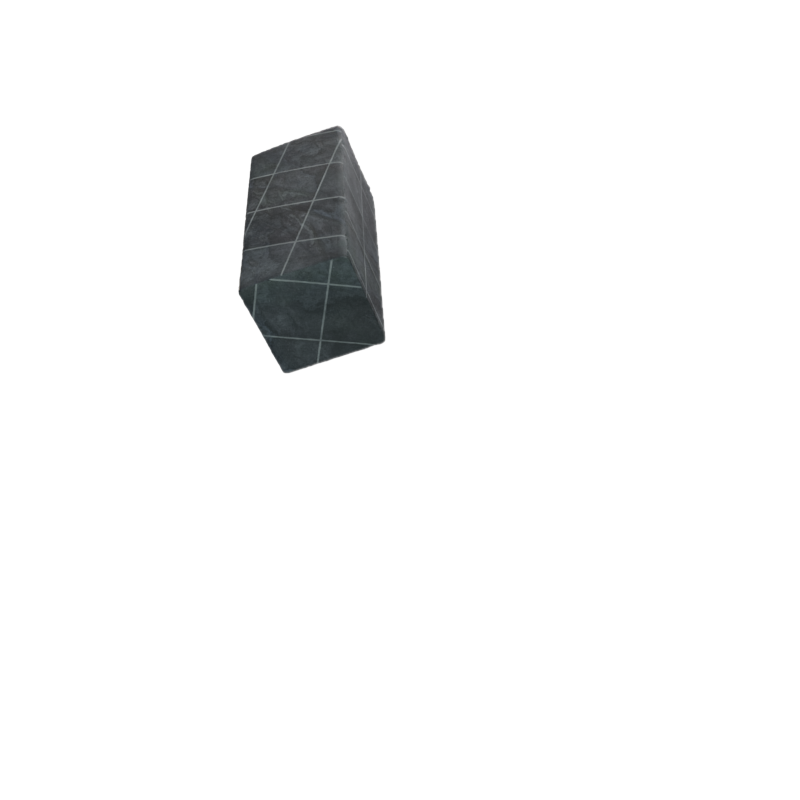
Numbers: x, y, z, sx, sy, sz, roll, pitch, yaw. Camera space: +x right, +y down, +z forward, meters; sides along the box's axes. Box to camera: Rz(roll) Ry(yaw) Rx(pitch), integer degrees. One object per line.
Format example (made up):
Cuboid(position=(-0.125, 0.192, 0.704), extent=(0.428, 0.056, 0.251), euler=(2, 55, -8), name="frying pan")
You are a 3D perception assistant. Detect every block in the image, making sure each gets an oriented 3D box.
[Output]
Cuboid(position=(-0.072, -0.133, 0.929), extent=(0.091, 0.084, 0.221), euler=(-18, 37, 10), name="block")
